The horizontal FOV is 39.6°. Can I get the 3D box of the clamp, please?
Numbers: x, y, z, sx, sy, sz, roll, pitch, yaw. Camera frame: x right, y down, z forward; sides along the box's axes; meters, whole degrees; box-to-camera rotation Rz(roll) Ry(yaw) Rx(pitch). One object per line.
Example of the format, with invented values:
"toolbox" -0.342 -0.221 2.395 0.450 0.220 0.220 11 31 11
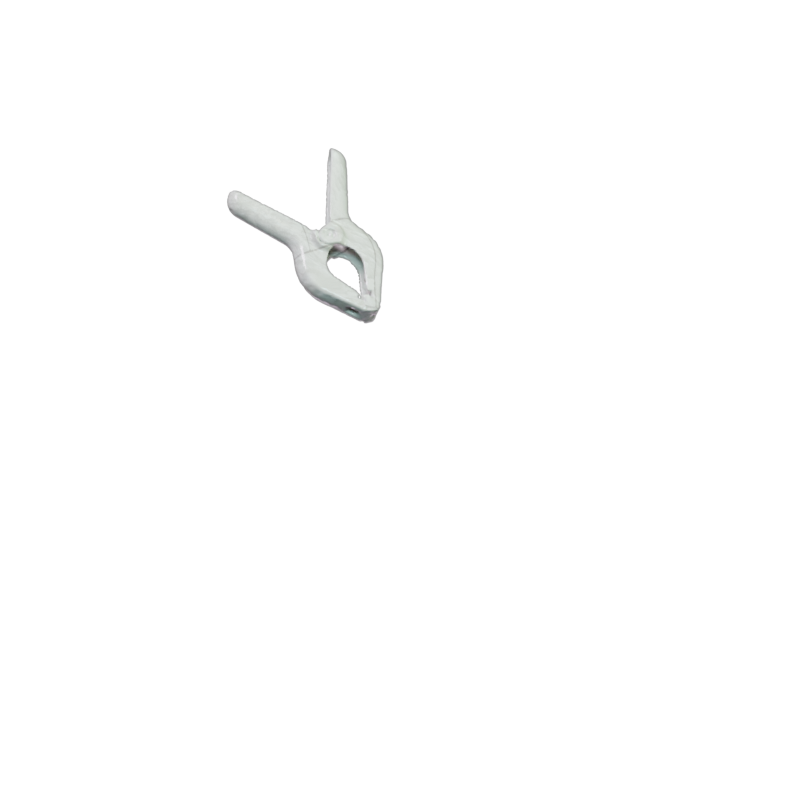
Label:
"clamp" -0.078 -0.142 0.993 0.119 0.182 0.037 -20 -25 -10
